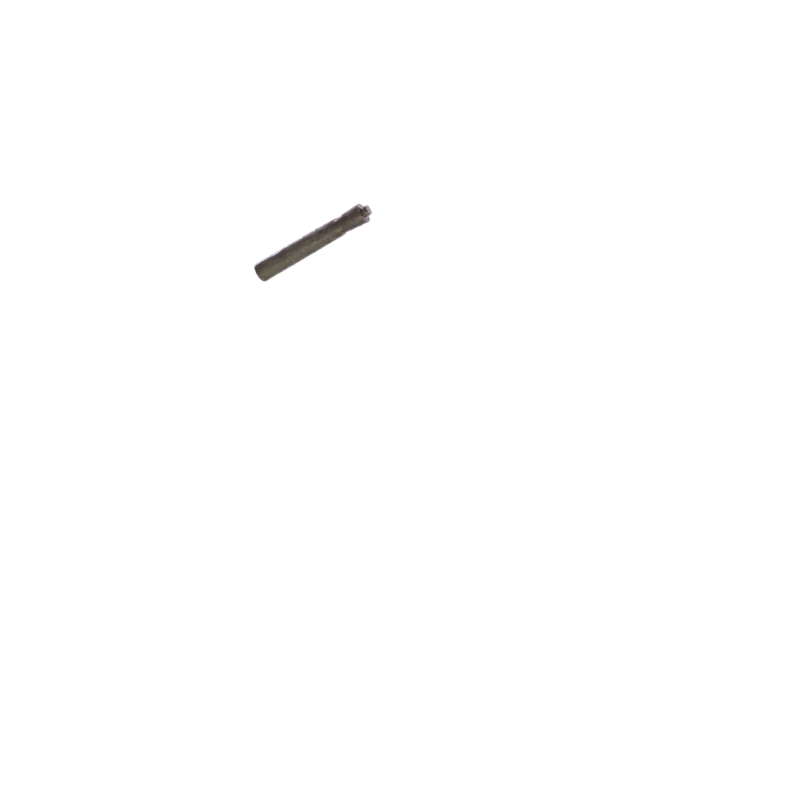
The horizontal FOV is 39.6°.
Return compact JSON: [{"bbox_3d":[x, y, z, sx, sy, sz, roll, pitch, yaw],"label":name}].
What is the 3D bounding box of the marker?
[{"bbox_3d":[-0.077,-0.141,0.990,0.121,0.020,0.019,-27,-6,21],"label":"marker"}]
